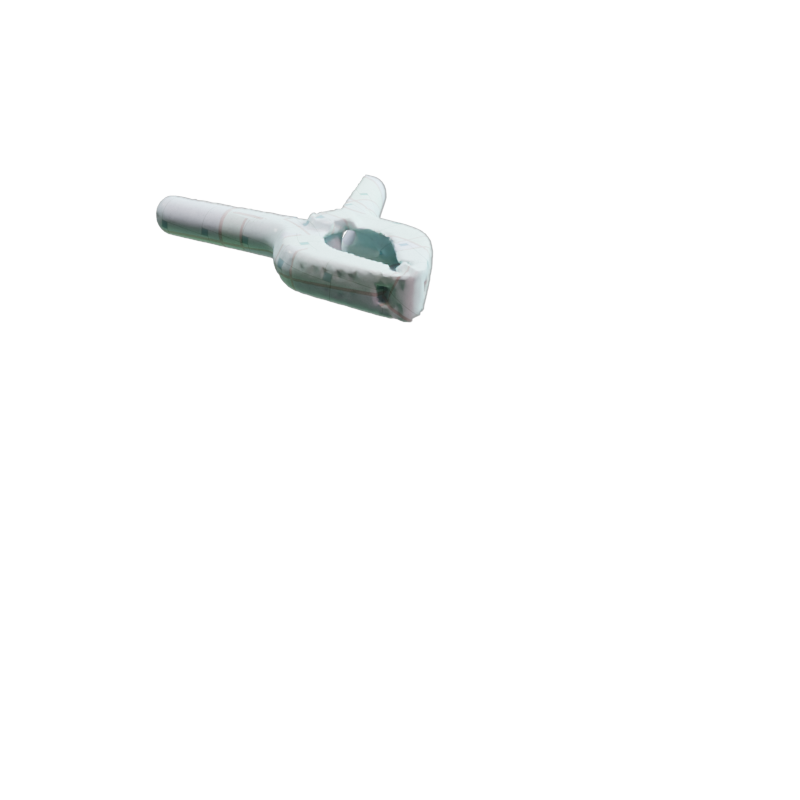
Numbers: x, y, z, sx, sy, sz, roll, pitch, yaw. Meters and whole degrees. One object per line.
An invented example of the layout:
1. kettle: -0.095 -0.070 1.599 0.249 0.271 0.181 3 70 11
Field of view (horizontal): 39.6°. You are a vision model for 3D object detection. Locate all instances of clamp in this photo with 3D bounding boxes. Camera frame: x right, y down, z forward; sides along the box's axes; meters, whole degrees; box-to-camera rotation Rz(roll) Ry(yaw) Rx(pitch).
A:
1. clamp: -0.053 -0.096 0.675 0.162 0.035 0.224 -9 27 -18
